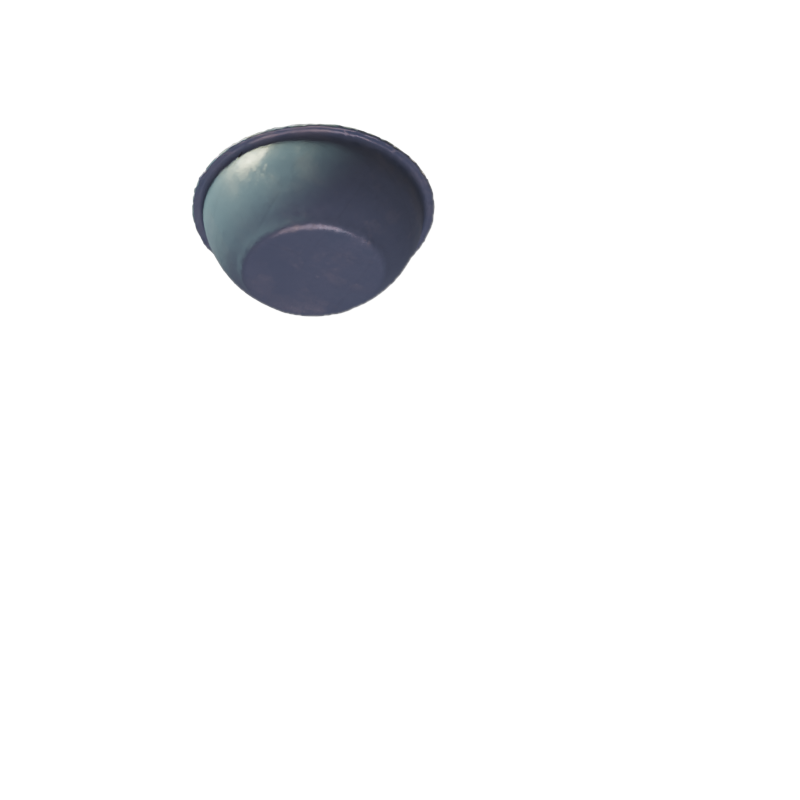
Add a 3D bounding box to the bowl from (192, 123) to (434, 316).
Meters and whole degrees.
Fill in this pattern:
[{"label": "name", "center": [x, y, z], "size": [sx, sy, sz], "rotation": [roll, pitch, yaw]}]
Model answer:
[{"label": "bowl", "center": [-0.057, -0.103, 0.724], "size": [0.162, 0.059, 0.151], "rotation": [1, -37, -2]}]
